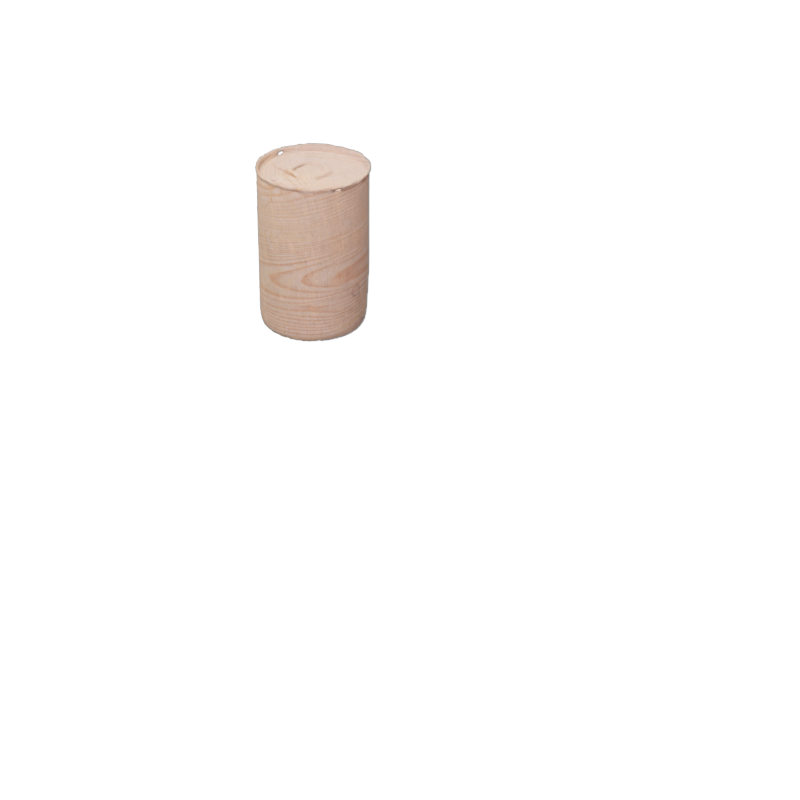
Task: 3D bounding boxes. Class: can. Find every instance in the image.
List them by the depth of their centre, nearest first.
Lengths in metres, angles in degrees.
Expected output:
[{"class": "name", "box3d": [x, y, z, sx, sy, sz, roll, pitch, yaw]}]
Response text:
[{"class": "can", "box3d": [-0.052, -0.096, 0.669, 0.068, 0.096, 0.073, 0, 30, -2]}]
